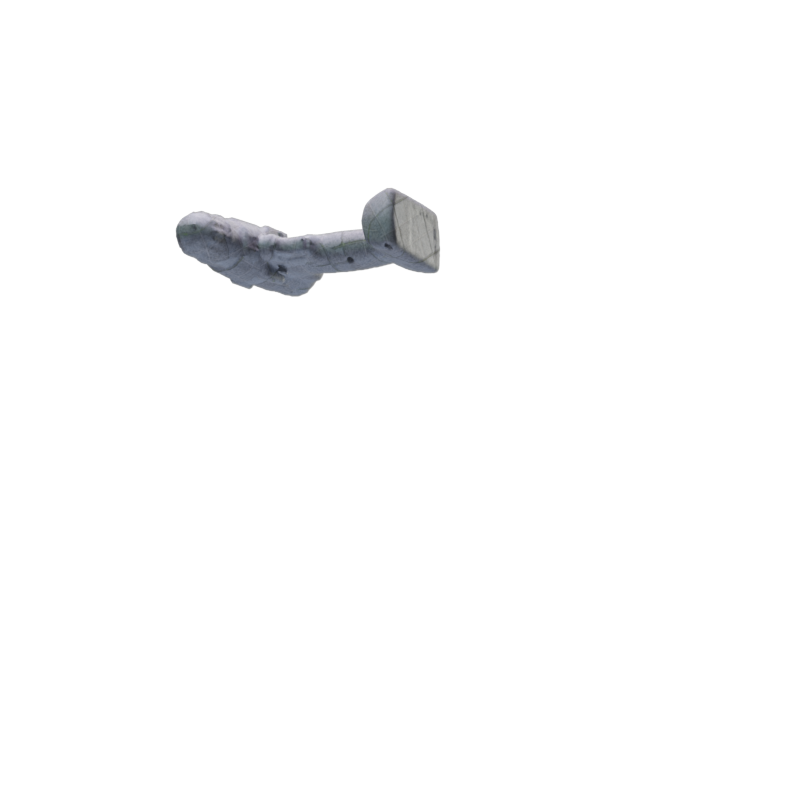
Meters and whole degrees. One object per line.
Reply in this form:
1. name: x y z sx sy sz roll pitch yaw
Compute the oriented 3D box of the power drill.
1. power drill: -0.074 -0.136 0.949 0.193 0.059 0.175 -4 -8 29
